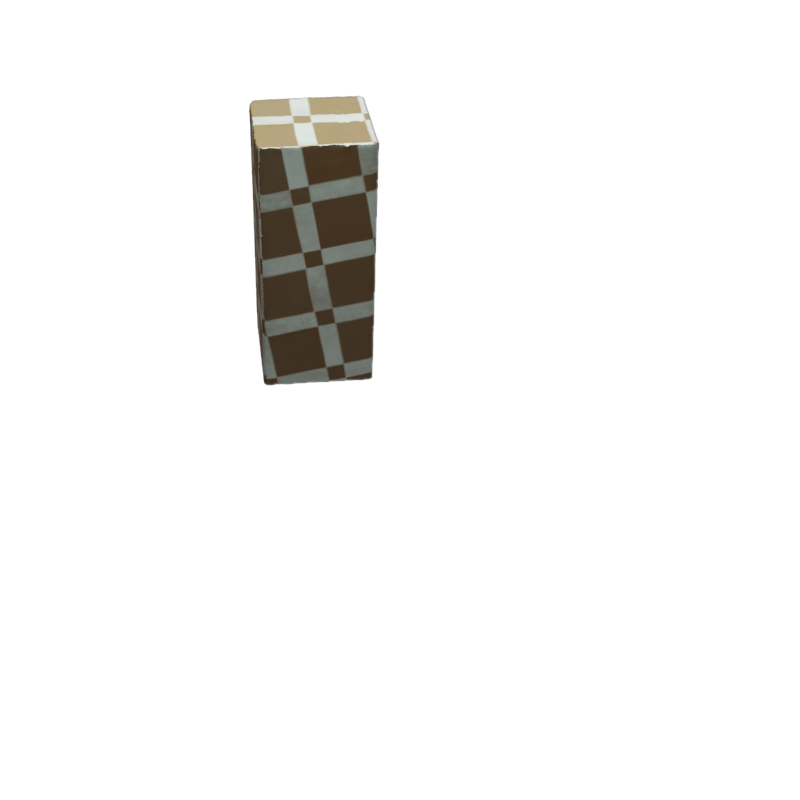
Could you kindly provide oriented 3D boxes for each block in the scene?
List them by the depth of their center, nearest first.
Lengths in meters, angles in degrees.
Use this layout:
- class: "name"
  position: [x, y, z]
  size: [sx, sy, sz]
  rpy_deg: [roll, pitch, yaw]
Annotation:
- class: "block"
  position: [-0.068, -0.123, 0.864]
  size: [0.089, 0.193, 0.097]
  rpy_deg: [-3, 33, -8]
